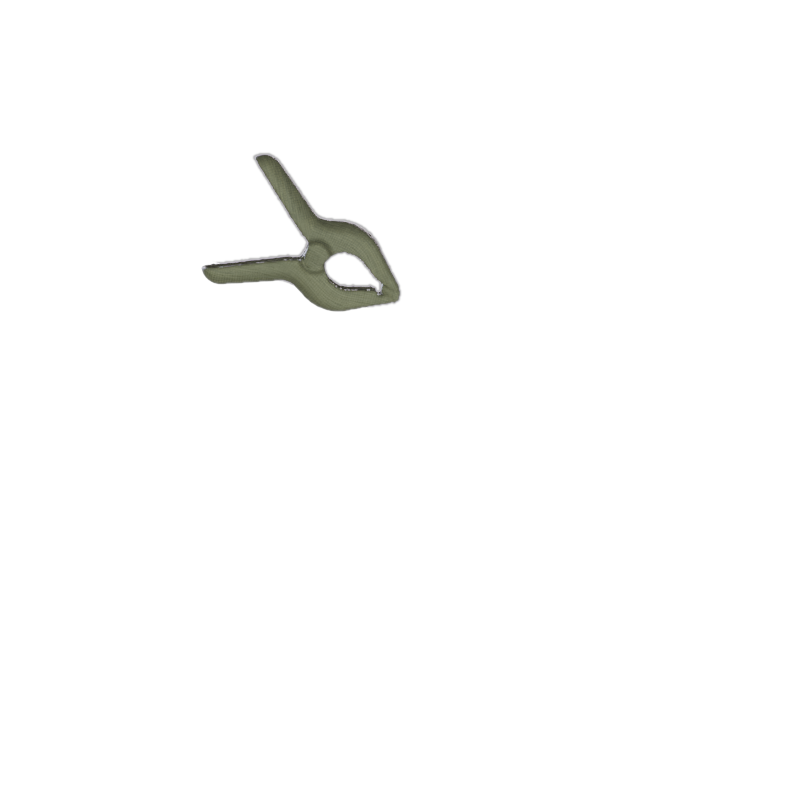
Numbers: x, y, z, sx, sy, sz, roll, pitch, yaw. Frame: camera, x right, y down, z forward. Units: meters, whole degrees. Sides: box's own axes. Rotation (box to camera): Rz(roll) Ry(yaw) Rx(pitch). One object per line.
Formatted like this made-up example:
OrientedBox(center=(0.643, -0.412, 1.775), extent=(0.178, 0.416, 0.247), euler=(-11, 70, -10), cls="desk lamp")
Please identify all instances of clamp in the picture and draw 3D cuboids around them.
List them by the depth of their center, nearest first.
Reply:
OrientedBox(center=(-0.075, -0.137, 0.960), extent=(0.170, 0.117, 0.041), euler=(17, 15, -5), cls="clamp")
